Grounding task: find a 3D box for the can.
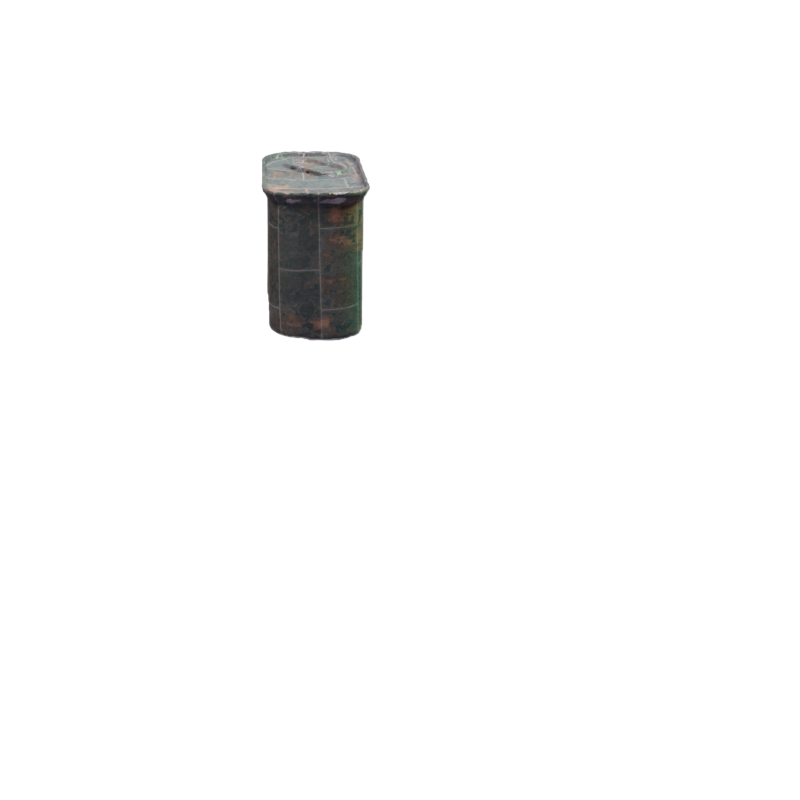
[{"bbox_3d":[-0.049,-0.090,0.630,0.057,0.080,0.107,-1,22,-6],"label":"can"}]
